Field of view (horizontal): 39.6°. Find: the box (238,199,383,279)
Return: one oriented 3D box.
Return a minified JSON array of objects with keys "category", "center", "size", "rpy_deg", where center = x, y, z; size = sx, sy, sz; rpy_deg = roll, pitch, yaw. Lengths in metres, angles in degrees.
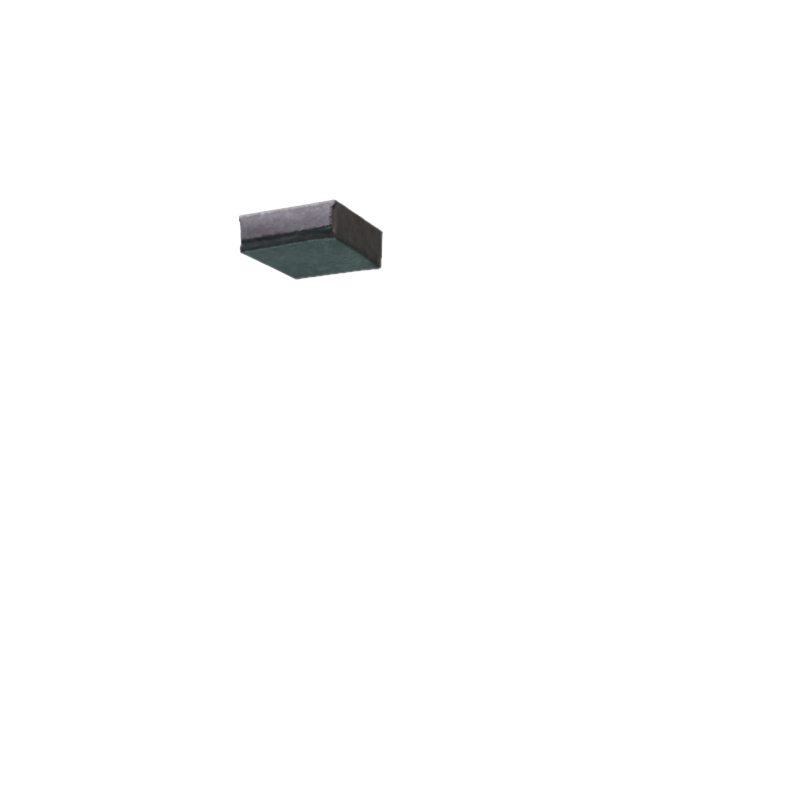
[{"category":"box","center":[-0.075,-0.137,0.960],"size":[0.092,0.040,0.107],"rpy_deg":[-4,-11,22]}]
